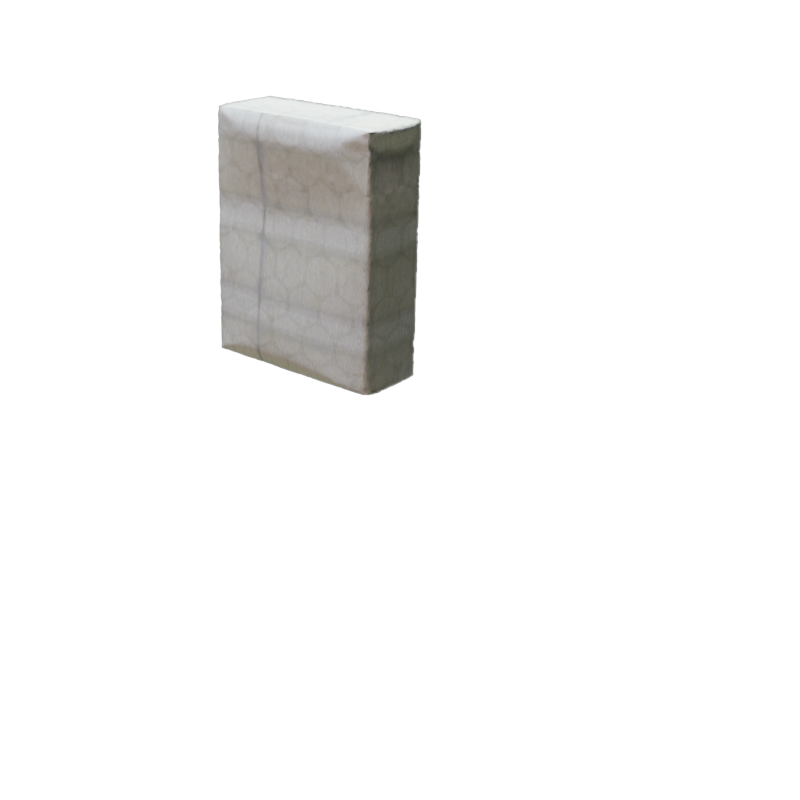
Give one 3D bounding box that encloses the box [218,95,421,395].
[{"bbox_3d":[-0.070,-0.128,0.896,0.173,0.205,0.071,17,24,37],"label":"box"}]
